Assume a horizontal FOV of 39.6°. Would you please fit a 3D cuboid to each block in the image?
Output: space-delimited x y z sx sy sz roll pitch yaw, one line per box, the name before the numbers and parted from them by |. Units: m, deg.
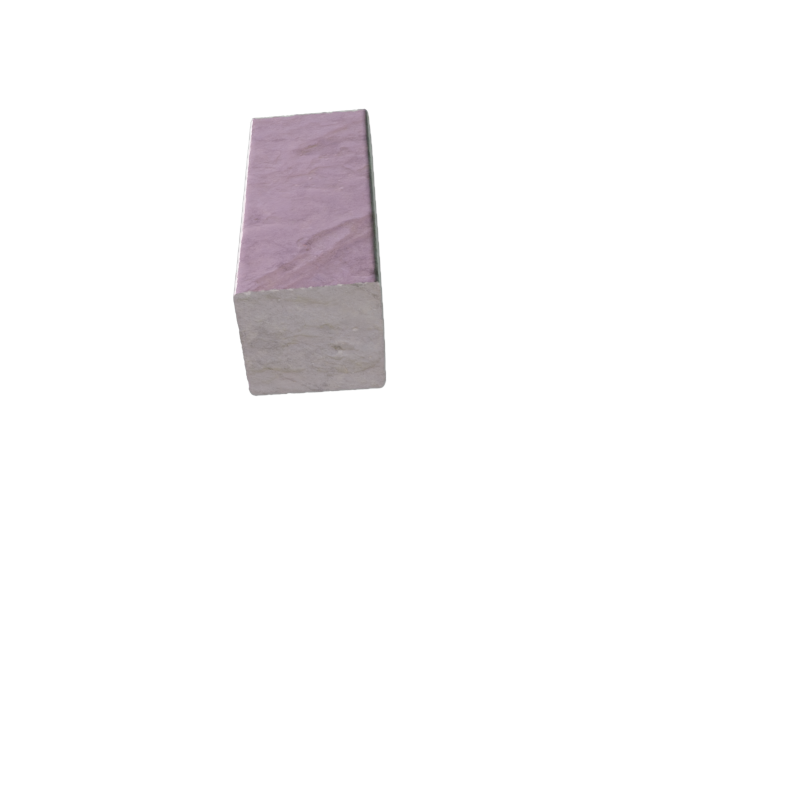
block | -0.060 -0.109 0.768 0.091 0.084 0.221 -5 42 0
